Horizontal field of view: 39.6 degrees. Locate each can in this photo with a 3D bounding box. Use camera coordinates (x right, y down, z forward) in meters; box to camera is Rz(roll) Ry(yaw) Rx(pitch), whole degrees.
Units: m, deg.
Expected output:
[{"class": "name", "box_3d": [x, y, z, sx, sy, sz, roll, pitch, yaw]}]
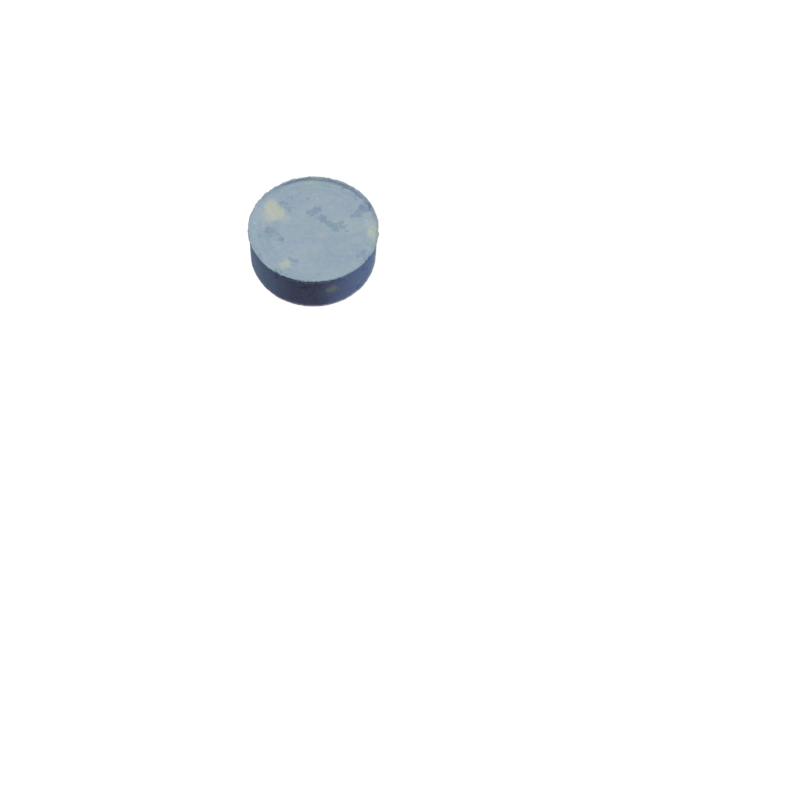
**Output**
[{"class": "can", "box_3d": [-0.058, -0.105, 0.736, 0.086, 0.092, 0.031, -1, -33, -1]}]
